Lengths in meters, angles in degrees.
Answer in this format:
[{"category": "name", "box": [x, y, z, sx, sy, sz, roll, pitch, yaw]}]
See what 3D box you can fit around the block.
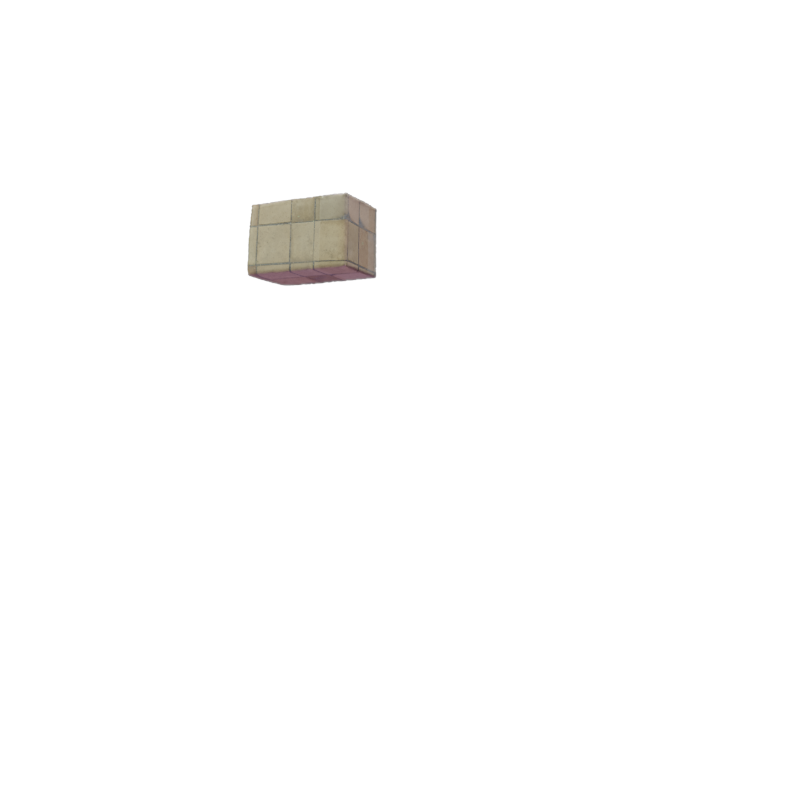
[{"category": "block", "box": [-0.061, -0.112, 0.782, 0.080, 0.053, 0.050, -3, -9, 25]}]
